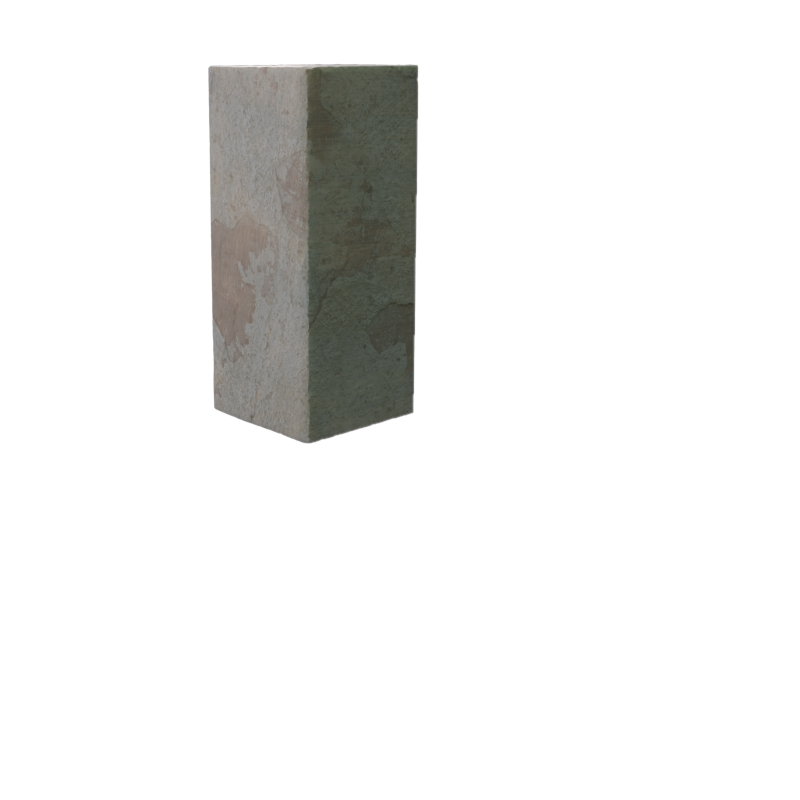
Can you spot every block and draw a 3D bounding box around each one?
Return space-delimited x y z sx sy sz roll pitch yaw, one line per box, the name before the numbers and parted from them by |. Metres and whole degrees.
block | -0.051 -0.093 0.652 0.088 0.201 0.095 -9 15 -43
